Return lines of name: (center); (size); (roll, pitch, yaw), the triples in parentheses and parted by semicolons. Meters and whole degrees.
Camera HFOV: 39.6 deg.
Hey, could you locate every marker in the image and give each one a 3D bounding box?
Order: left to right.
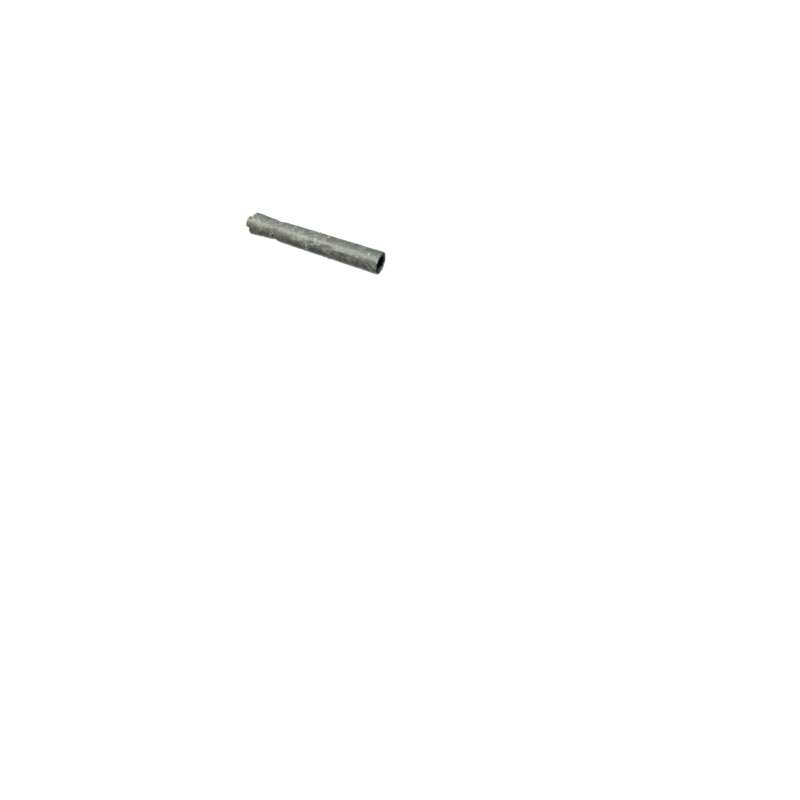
marker: (-0.070, -0.128, 0.895); (0.126, 0.019, 0.019); (20, 11, 21)
